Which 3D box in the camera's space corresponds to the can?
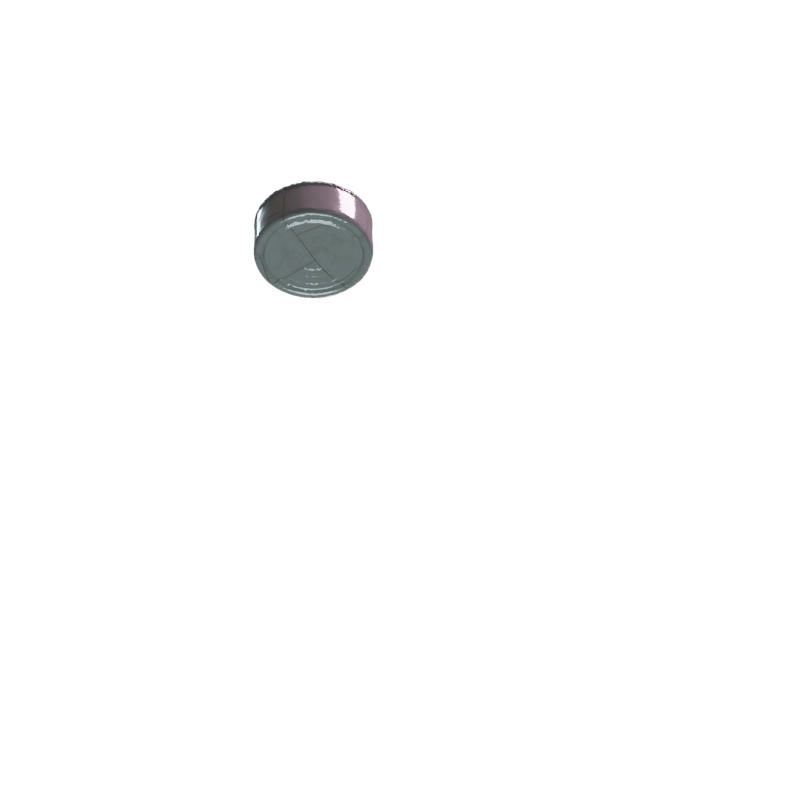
[{"bbox_3d":[-0.062,-0.113,0.790,0.086,0.036,0.080,1,-43,-1],"label":"can"}]
